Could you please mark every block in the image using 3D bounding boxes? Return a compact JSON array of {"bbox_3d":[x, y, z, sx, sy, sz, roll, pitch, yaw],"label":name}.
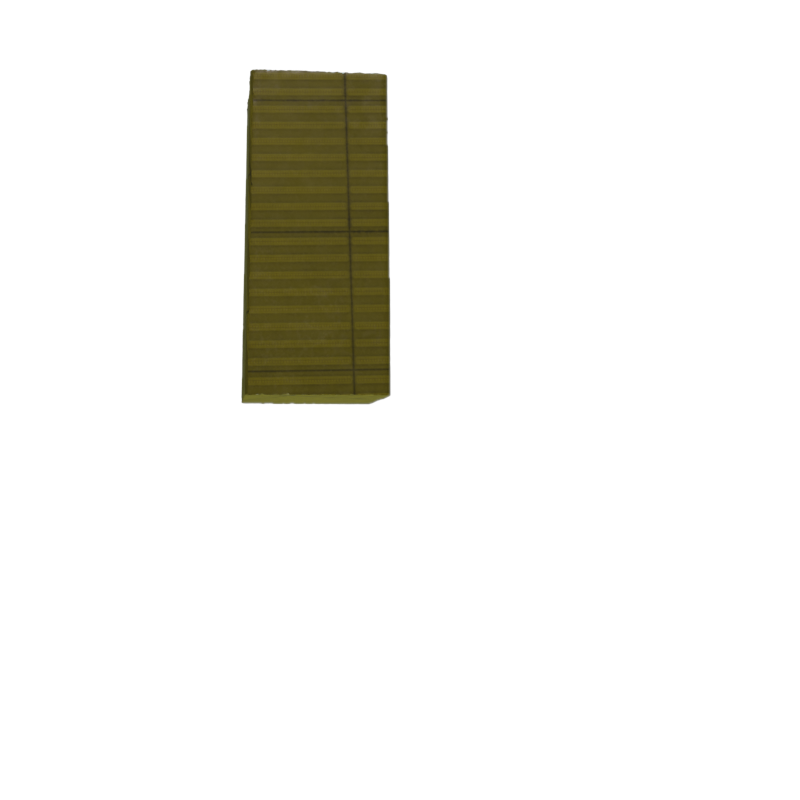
[{"bbox_3d":[-0.057,-0.104,0.729,0.090,0.212,0.089,1,-10,-7],"label":"block"}]
